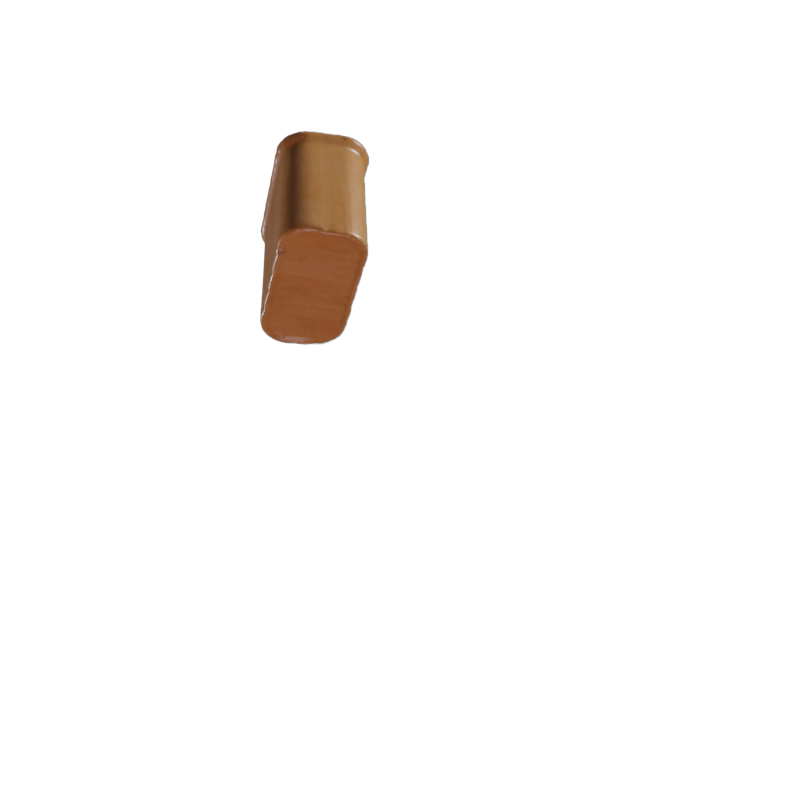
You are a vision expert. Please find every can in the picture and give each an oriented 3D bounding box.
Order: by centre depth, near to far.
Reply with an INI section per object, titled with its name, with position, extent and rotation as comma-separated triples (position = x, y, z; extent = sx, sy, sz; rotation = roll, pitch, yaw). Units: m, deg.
[can]
position = -0.052, -0.095, 0.666
extent = 0.057, 0.090, 0.096
rotation = 7, -43, -11
